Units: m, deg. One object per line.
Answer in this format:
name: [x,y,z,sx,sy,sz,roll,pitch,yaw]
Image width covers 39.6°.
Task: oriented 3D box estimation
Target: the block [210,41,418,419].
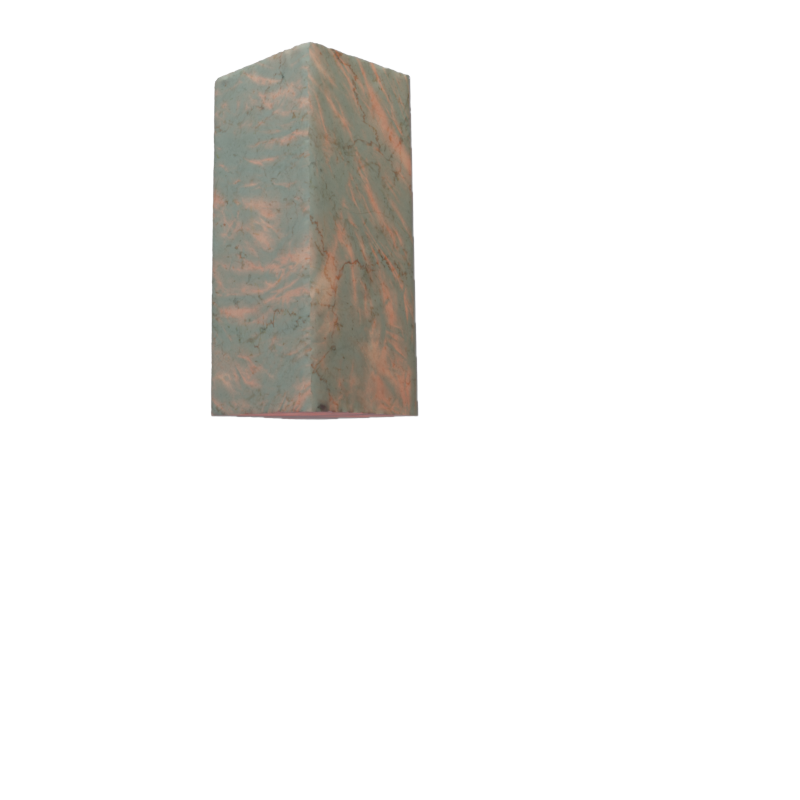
block: [-0.052,-0.095,0.662,0.093,0.212,0.086,-10,-14,44]
